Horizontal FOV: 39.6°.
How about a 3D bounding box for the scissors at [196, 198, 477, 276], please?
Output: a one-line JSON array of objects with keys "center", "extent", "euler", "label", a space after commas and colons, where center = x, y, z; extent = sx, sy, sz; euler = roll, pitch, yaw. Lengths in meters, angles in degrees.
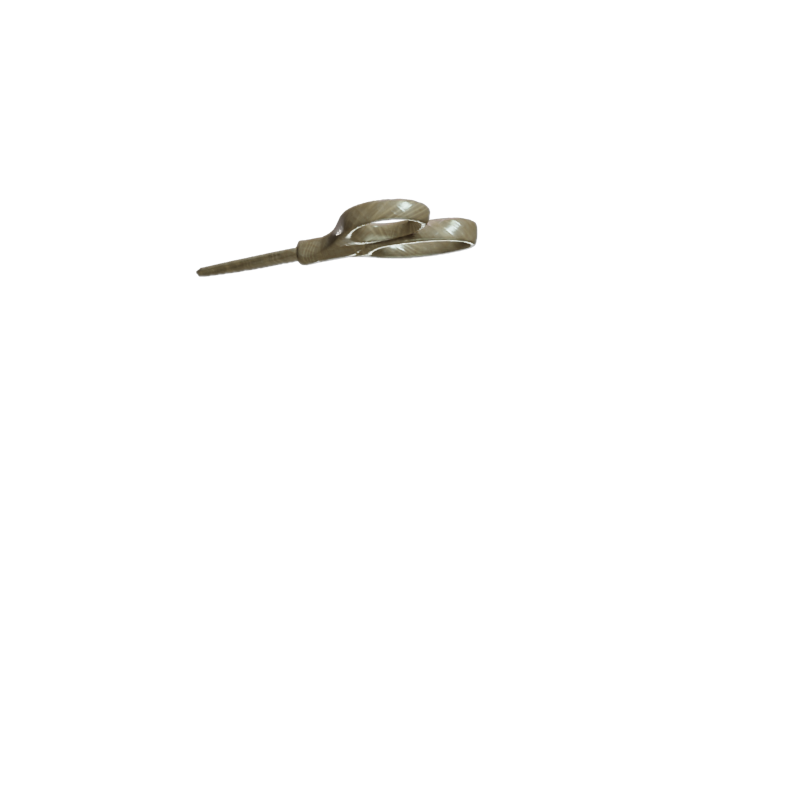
[{"center": [-0.055, -0.099, 0.696], "extent": [0.205, 0.016, 0.091], "euler": [-3, -11, 17], "label": "scissors"}]
